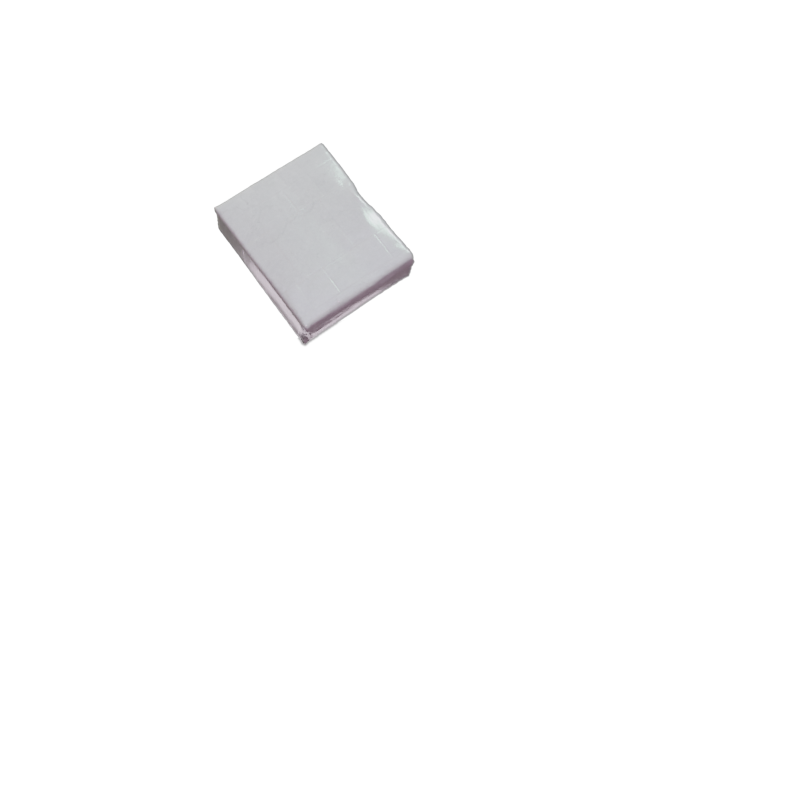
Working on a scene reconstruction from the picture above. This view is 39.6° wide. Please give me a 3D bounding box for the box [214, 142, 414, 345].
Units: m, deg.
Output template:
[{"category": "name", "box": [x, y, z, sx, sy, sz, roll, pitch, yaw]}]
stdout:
[{"category": "box", "box": [-0.048, -0.087, 0.610, 0.073, 0.094, 0.029, -33, -19, -13]}]
